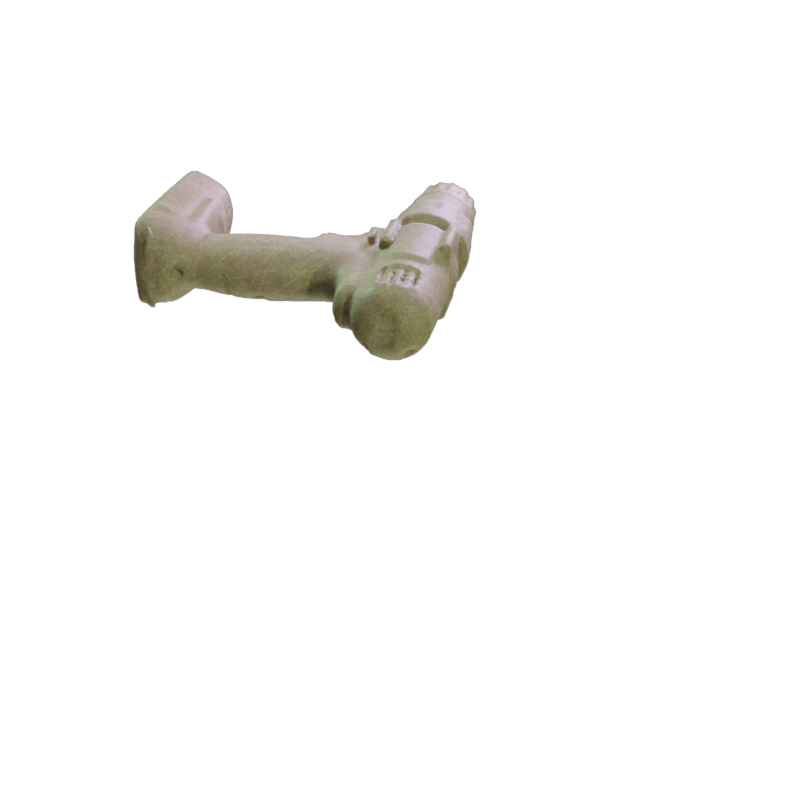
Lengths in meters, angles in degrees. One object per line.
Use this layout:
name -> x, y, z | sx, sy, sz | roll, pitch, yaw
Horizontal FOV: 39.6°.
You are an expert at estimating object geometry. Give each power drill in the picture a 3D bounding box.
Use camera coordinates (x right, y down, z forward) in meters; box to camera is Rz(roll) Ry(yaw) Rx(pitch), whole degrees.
power drill -> -0.053, -0.096, 0.673 | 0.192, 0.054, 0.191 | 7, 30, 13
